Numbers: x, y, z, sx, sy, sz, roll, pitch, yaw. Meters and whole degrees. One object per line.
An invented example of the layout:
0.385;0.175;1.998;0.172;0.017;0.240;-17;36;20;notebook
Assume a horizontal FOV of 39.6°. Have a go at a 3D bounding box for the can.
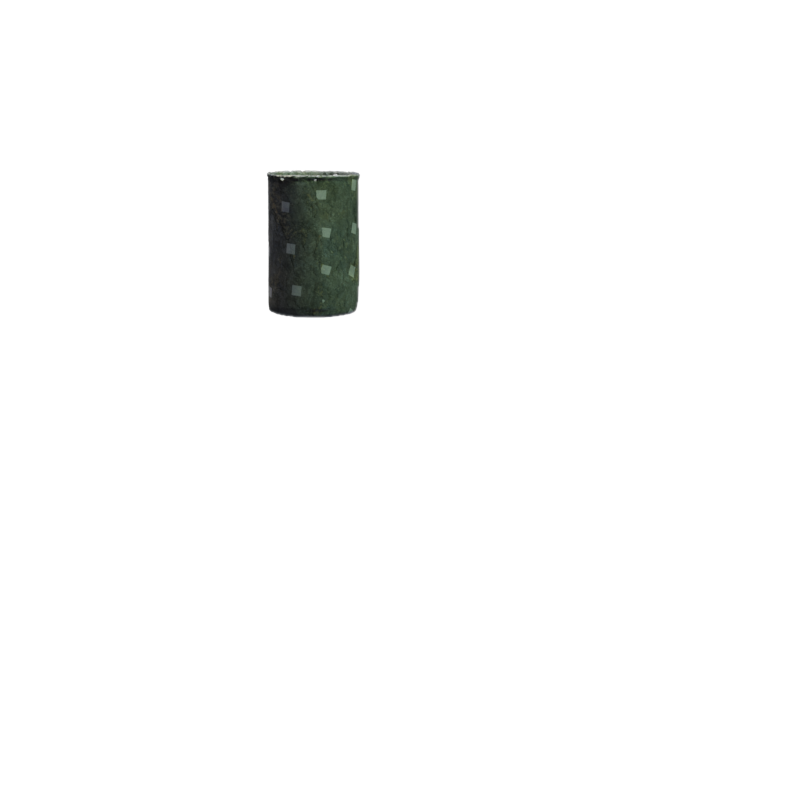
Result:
-0.064;-0.117;0.816;0.068;0.100;0.070;0;10;-2;can
